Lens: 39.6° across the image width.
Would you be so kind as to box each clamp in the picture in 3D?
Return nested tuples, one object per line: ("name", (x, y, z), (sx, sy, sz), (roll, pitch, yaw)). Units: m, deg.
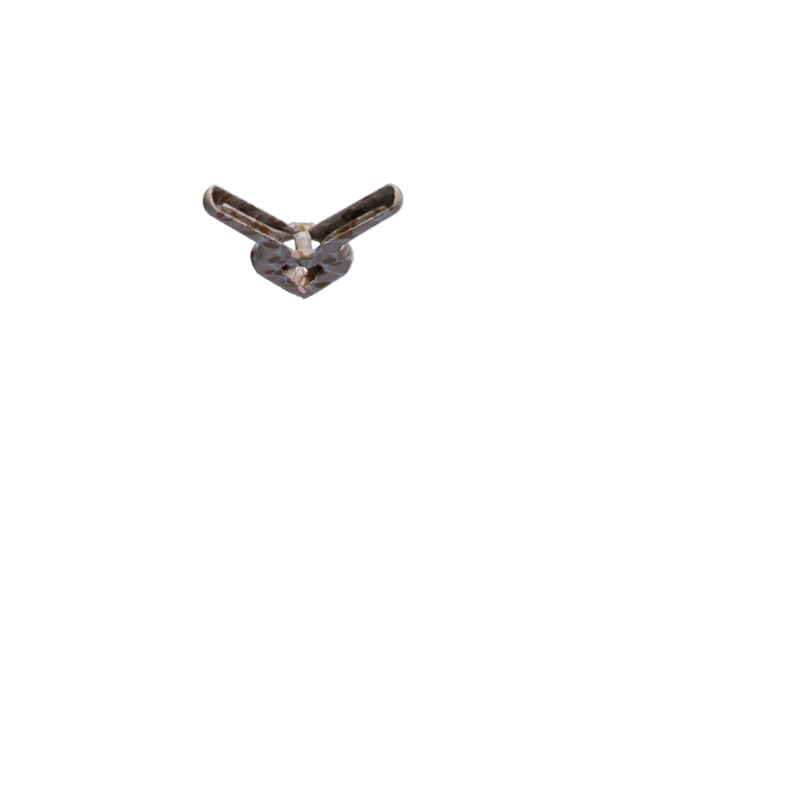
("clamp", (-0.078, -0.141, 0.990), (0.165, 0.038, 0.199), (-1, -17, 3))
